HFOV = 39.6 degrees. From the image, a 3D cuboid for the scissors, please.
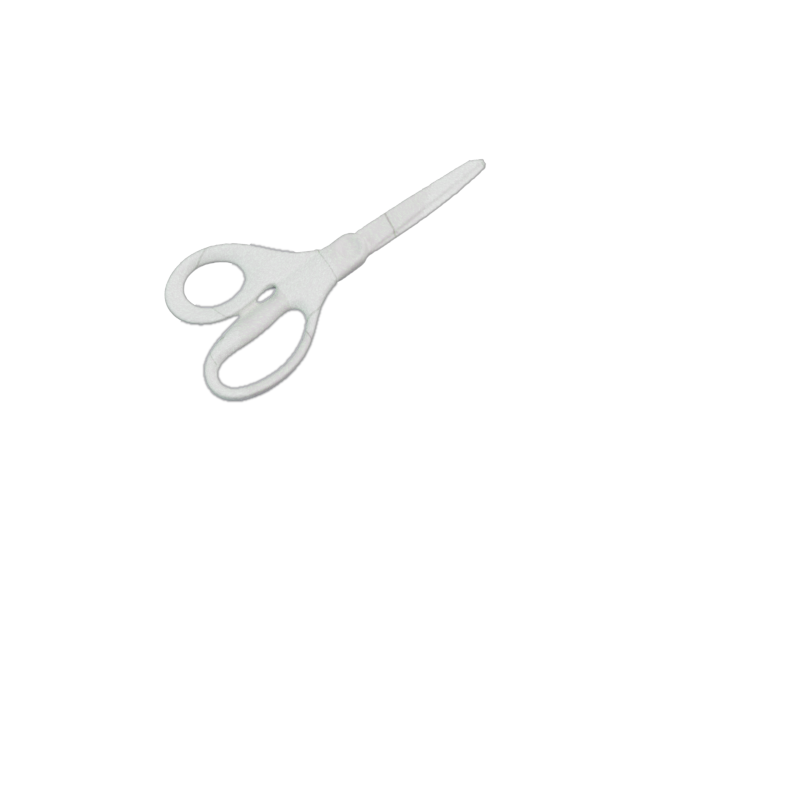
[{"bbox_3d":[-0.048,-0.088,0.617,0.100,0.205,0.015,34,-19,13],"label":"scissors"}]
